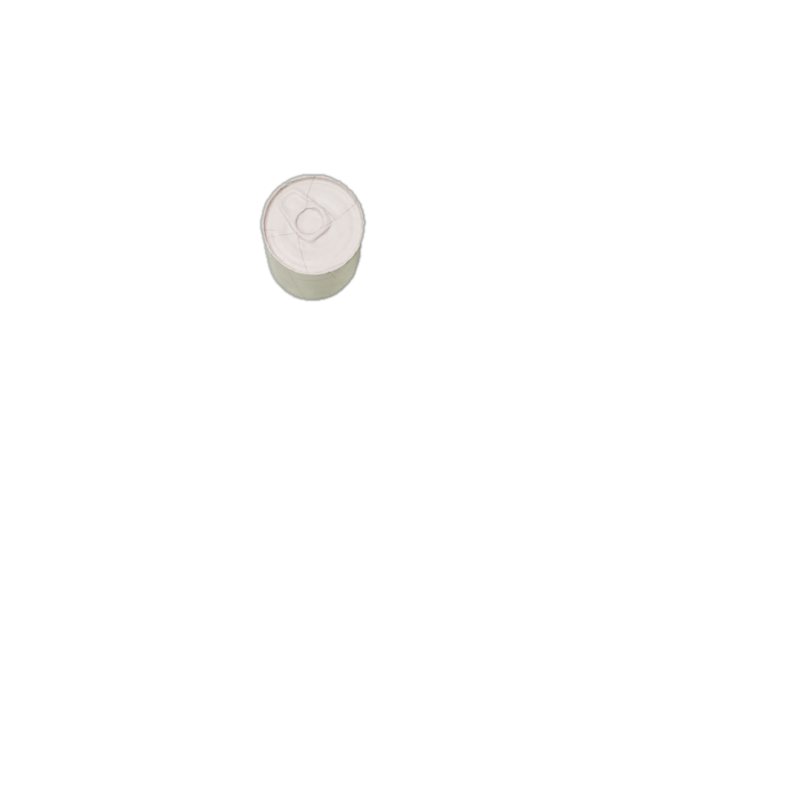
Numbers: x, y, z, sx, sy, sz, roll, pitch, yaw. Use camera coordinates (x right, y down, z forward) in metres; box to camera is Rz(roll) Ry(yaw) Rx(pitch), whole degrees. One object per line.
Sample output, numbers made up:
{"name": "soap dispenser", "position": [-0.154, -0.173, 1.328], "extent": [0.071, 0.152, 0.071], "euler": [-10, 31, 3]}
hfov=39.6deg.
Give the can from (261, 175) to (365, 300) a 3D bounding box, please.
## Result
{"name": "can", "position": [-0.061, -0.111, 0.776], "extent": [0.068, 0.070, 0.100], "euler": [0, -8, -3]}
